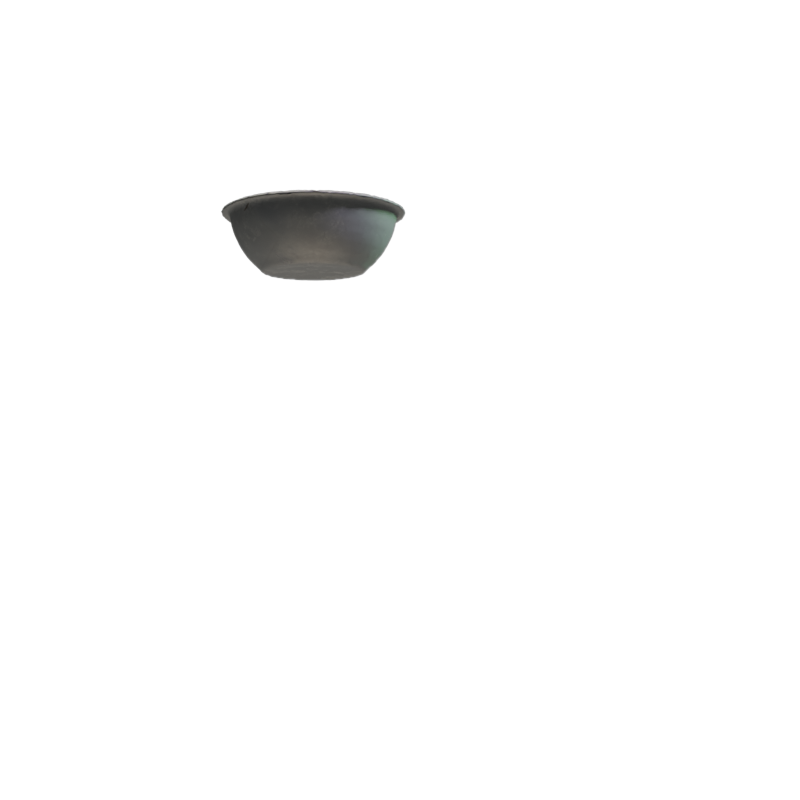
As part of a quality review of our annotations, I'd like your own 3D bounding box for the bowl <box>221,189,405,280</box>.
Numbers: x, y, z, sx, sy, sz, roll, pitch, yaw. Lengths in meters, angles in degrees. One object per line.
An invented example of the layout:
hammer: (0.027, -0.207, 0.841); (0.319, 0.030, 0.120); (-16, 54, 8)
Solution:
bowl: (-0.076, -0.139, 0.973); (0.162, 0.056, 0.159); (0, -4, -2)
